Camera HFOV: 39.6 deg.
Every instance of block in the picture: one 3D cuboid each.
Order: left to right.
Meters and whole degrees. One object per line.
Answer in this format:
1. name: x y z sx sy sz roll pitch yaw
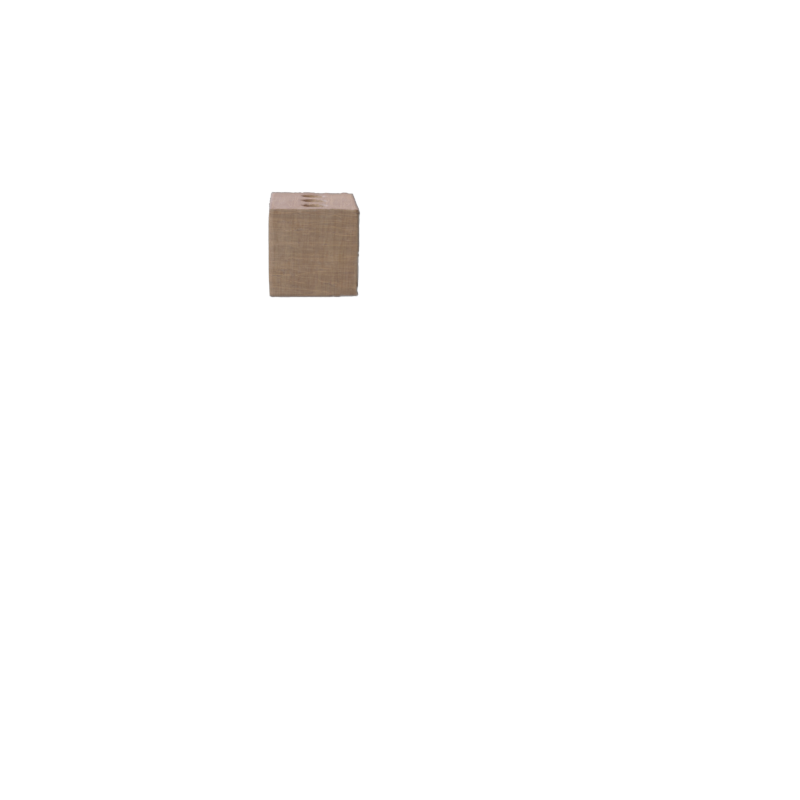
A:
1. block: -0.052 -0.094 0.658 0.052 0.050 0.081 -1 15 -5
